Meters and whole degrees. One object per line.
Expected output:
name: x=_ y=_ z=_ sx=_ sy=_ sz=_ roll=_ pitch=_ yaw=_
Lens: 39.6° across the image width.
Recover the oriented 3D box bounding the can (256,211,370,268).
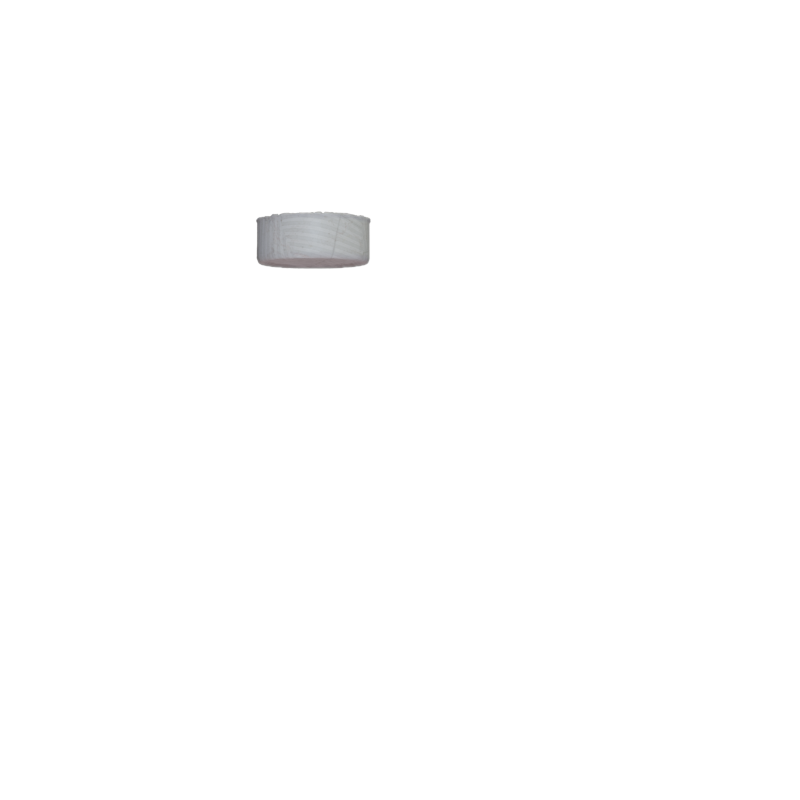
can: x=-0.065 y=-0.118 z=0.828 sx=0.086 sy=0.034 sz=0.085 roll=0 pitch=0 yaw=-2
